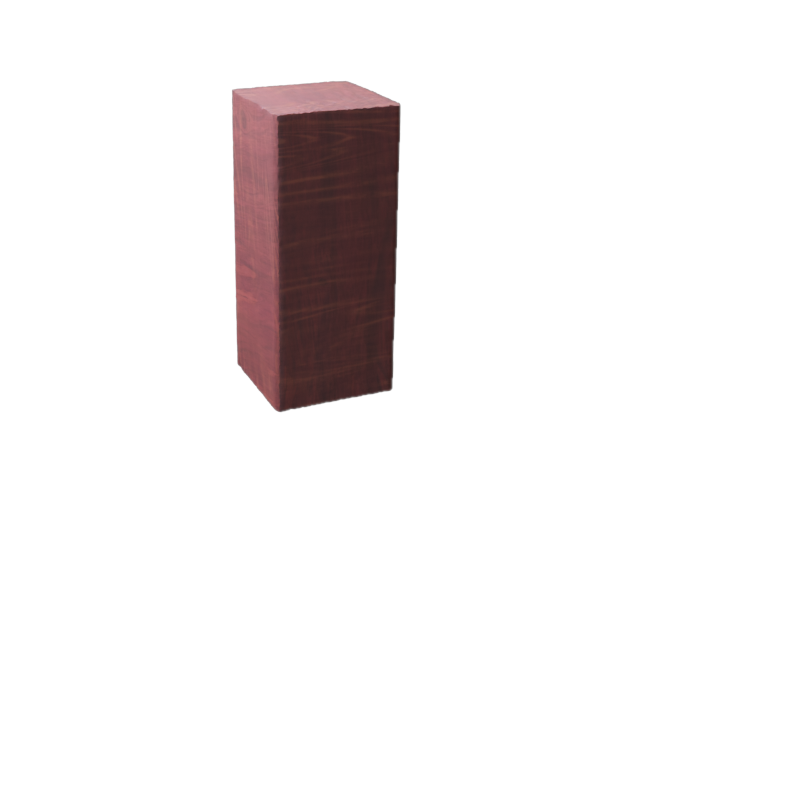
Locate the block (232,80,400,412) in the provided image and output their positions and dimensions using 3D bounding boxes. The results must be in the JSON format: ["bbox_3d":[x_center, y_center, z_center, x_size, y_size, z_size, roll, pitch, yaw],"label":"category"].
[{"bbox_3d":[-0.061,-0.111,0.773,0.089,0.197,0.096,-9,24,-24],"label":"block"}]
